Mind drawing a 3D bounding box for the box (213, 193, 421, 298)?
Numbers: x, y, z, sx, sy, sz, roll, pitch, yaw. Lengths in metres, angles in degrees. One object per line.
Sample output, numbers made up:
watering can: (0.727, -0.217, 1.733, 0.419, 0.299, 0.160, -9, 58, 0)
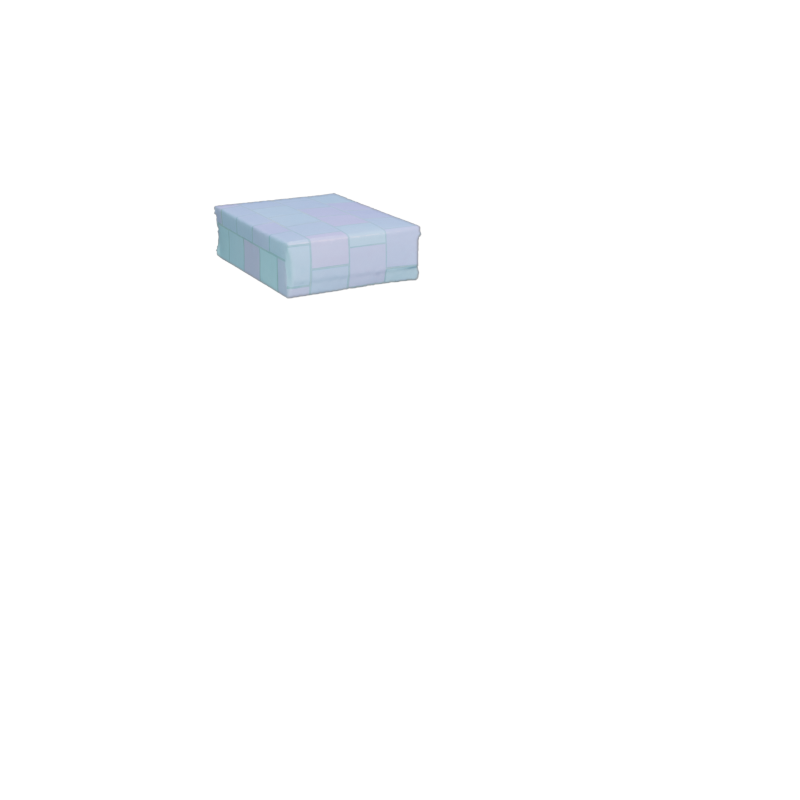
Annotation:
box: (-0.054, -0.098, 0.689, 0.088, 0.037, 0.120, -10, 21, -28)
